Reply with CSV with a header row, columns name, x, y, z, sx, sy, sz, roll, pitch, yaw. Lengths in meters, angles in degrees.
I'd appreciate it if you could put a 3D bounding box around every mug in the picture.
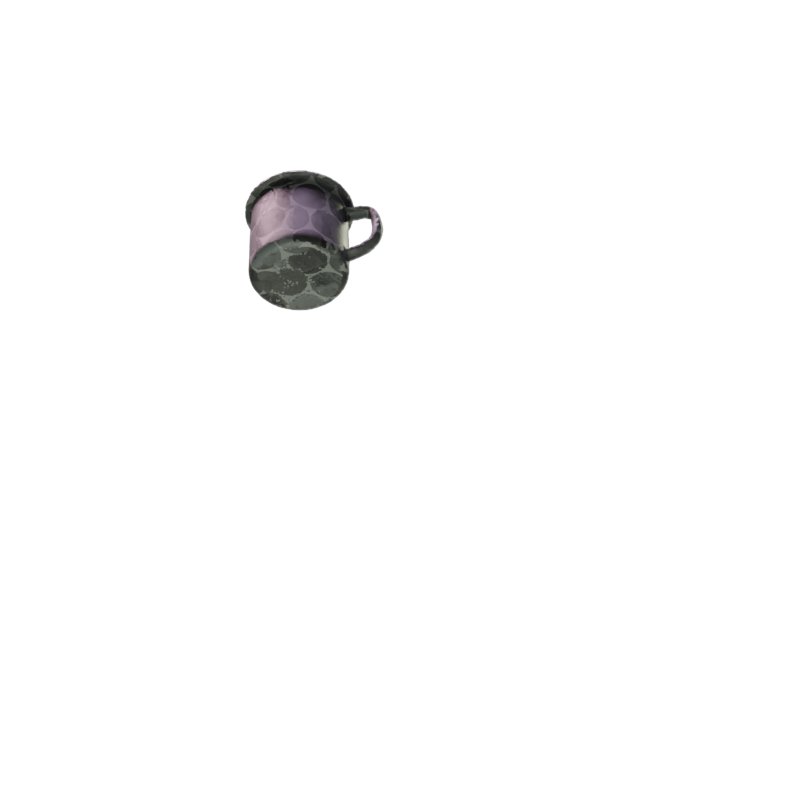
name,x,y,z,sx,sy,sz,roll,pitch,yaw
mug,-0.072,-0.130,0.913,0.118,0.087,0.086,-8,-44,7
